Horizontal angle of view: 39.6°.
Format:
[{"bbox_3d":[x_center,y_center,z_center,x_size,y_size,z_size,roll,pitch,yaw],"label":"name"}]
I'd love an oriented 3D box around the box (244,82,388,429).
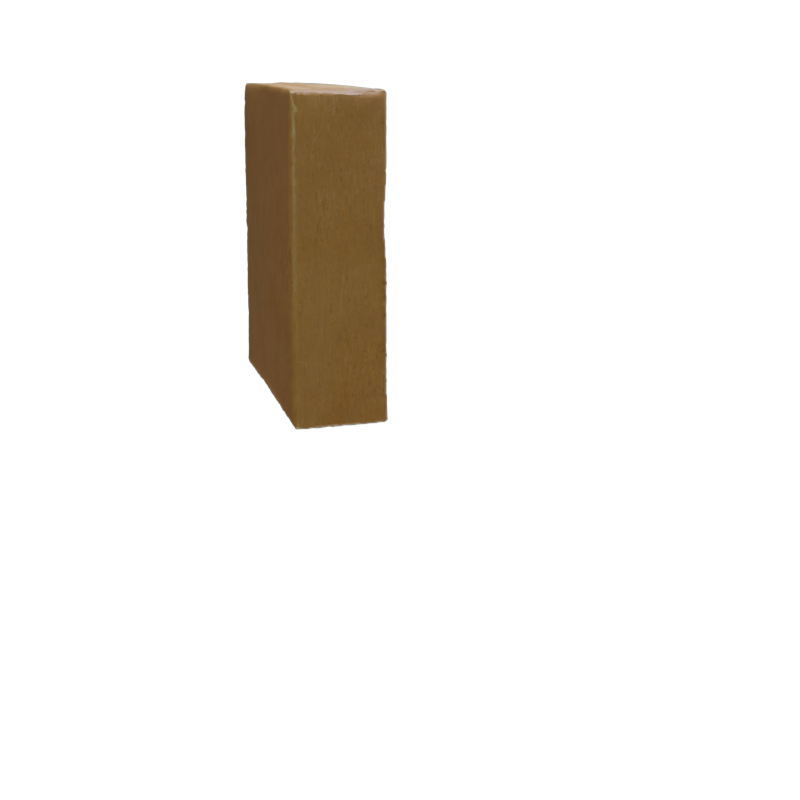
[{"bbox_3d":[-0.059,-0.108,0.760,0.070,0.208,0.172,-2,13,-16],"label":"box"}]
